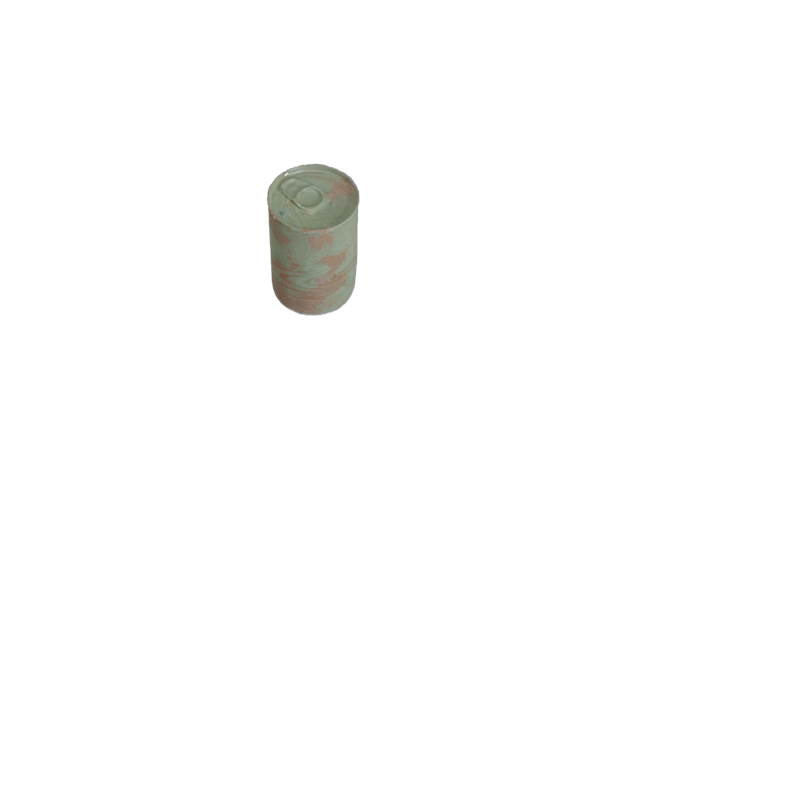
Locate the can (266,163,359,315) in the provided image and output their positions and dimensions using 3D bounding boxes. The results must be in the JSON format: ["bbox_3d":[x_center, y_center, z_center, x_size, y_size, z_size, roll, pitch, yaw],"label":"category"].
[{"bbox_3d":[-0.066,-0.121,0.846,0.068,0.073,0.095,0,-37,-3],"label":"can"}]
